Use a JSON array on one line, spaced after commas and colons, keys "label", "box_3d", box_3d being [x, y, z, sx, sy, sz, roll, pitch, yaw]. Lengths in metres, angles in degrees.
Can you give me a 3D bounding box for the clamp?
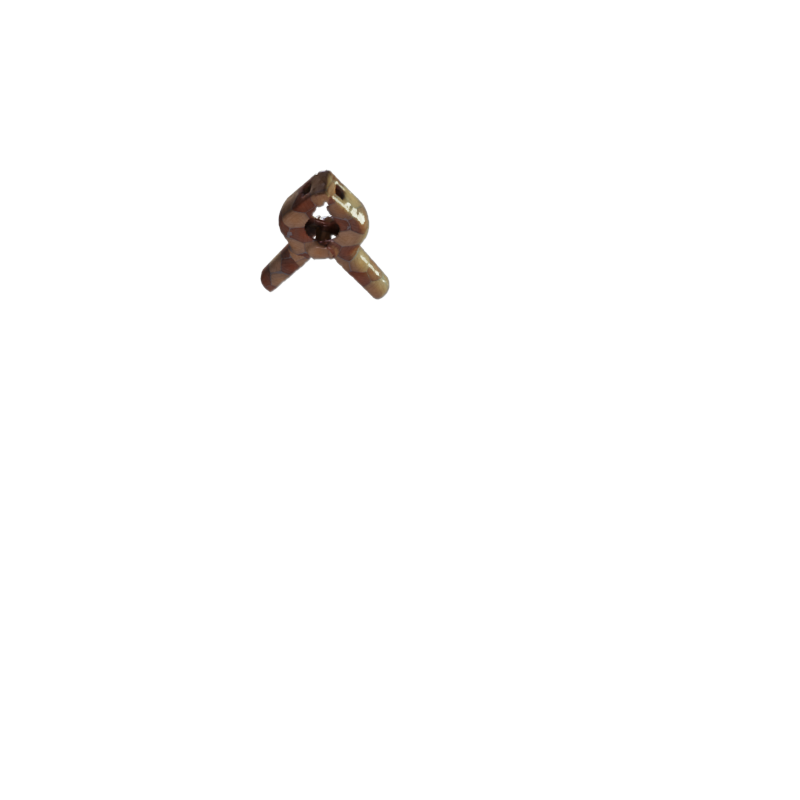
[{"label": "clamp", "box_3d": [-0.078, -0.142, 0.992, 0.121, 0.042, 0.159, -4, -33, 6]}]
